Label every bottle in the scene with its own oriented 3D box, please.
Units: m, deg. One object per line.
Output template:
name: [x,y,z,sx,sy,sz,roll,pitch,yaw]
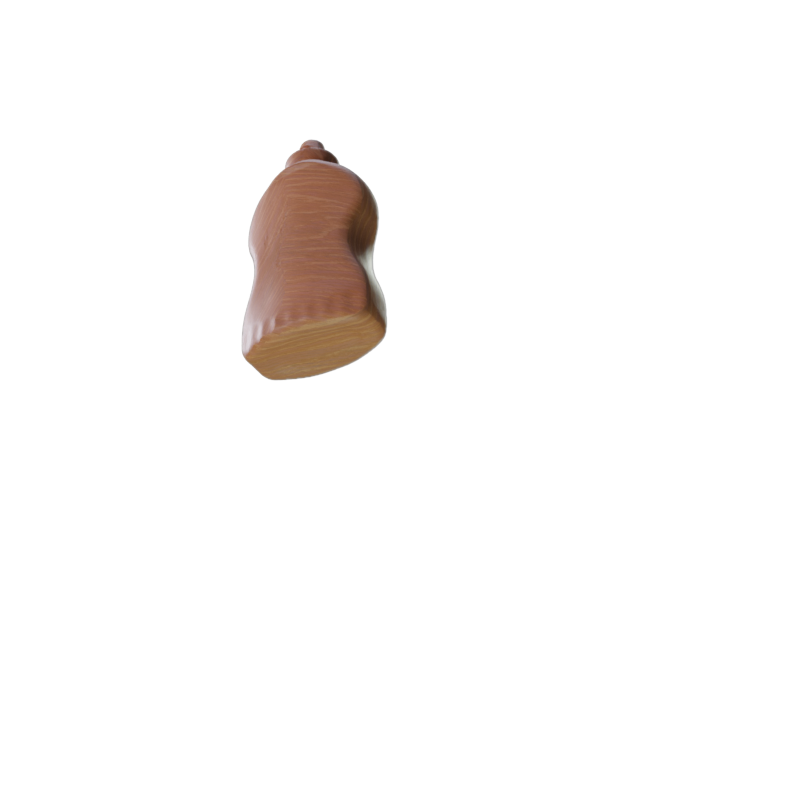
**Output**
bottle: [-0.061,-0.111,0.776,0.097,0.206,0.054,-22,-42,22]
